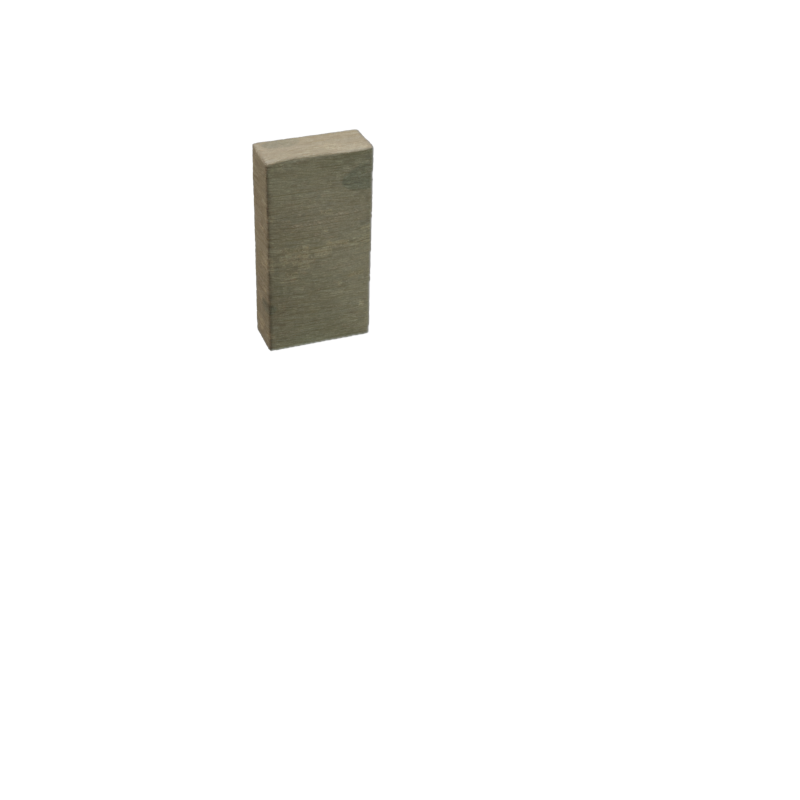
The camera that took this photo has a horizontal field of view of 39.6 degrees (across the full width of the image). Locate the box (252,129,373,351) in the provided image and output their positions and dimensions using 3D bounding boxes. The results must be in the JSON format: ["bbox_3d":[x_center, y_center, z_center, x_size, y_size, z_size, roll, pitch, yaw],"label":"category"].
[{"bbox_3d":[-0.072,-0.131,0.918,0.092,0.165,0.052,-11,35,-18],"label":"box"}]
